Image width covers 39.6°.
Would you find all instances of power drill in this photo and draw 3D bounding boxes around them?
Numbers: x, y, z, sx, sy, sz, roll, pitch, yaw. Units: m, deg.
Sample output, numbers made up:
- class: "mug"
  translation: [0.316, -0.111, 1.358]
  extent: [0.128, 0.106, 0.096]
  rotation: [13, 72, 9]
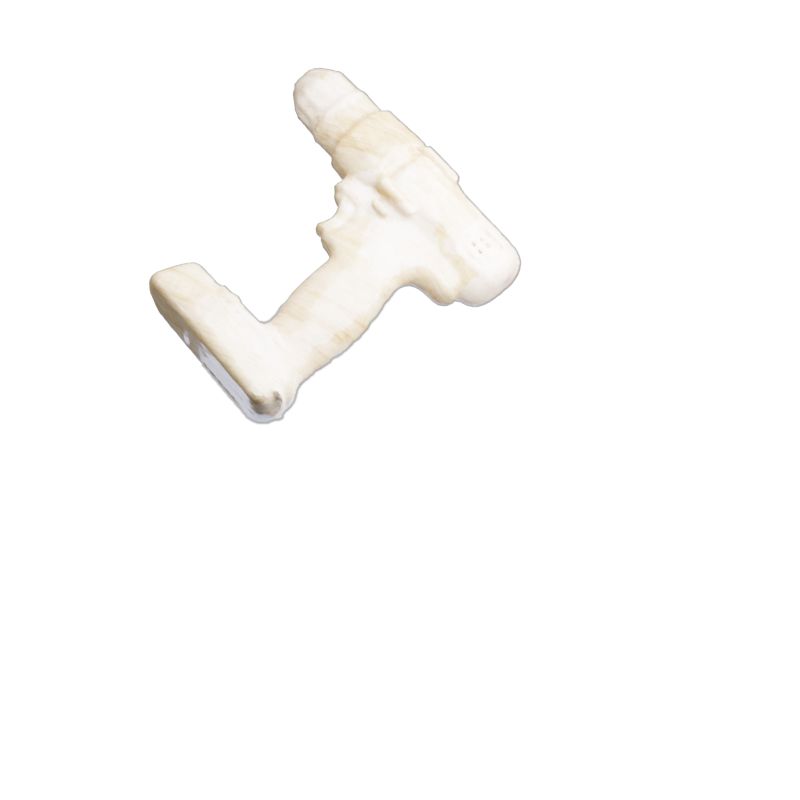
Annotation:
- class: "power drill"
  translation: [-0.051, -0.093, 0.651]
  extent: [0.189, 0.193, 0.054]
  rotation: [-38, -18, -15]
